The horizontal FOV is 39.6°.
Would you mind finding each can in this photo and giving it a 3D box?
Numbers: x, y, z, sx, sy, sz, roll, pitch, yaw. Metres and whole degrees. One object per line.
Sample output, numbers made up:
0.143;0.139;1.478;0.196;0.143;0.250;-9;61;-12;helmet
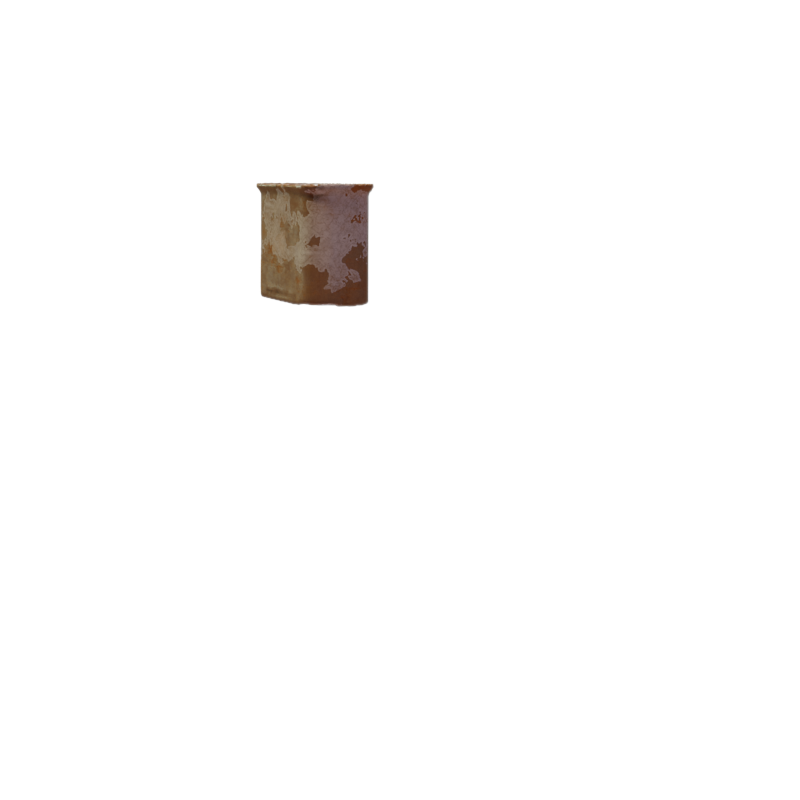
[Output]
-0.062;-0.113;0.792;0.056;0.083;0.107;-3;9;-29;can
